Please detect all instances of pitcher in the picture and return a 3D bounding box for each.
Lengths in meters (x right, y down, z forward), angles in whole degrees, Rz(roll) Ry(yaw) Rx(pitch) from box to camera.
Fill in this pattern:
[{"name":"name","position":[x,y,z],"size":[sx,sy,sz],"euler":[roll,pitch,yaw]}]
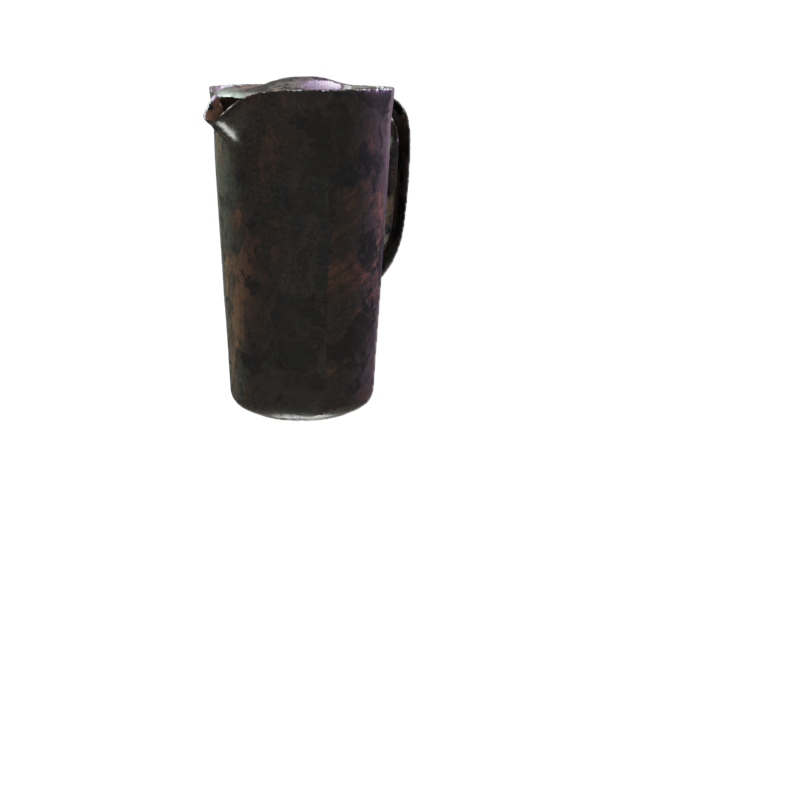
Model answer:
[{"name":"pitcher","position":[-0.064,-0.117,0.822],"size":[0.149,0.236,0.149],"euler":[0,13,-1]}]
